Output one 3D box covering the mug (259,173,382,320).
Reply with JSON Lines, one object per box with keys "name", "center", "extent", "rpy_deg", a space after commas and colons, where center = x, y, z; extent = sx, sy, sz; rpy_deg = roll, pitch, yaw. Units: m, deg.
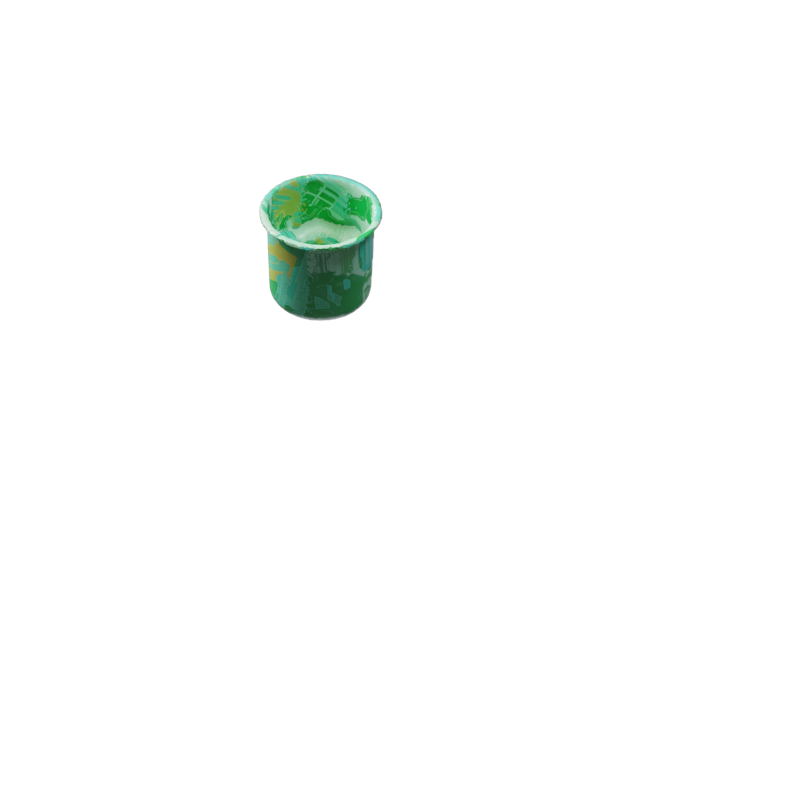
{"name": "mug", "center": [-0.068, -0.124, 0.869], "extent": [0.092, 0.076, 0.127], "rpy_deg": [-21, 48, -22]}
